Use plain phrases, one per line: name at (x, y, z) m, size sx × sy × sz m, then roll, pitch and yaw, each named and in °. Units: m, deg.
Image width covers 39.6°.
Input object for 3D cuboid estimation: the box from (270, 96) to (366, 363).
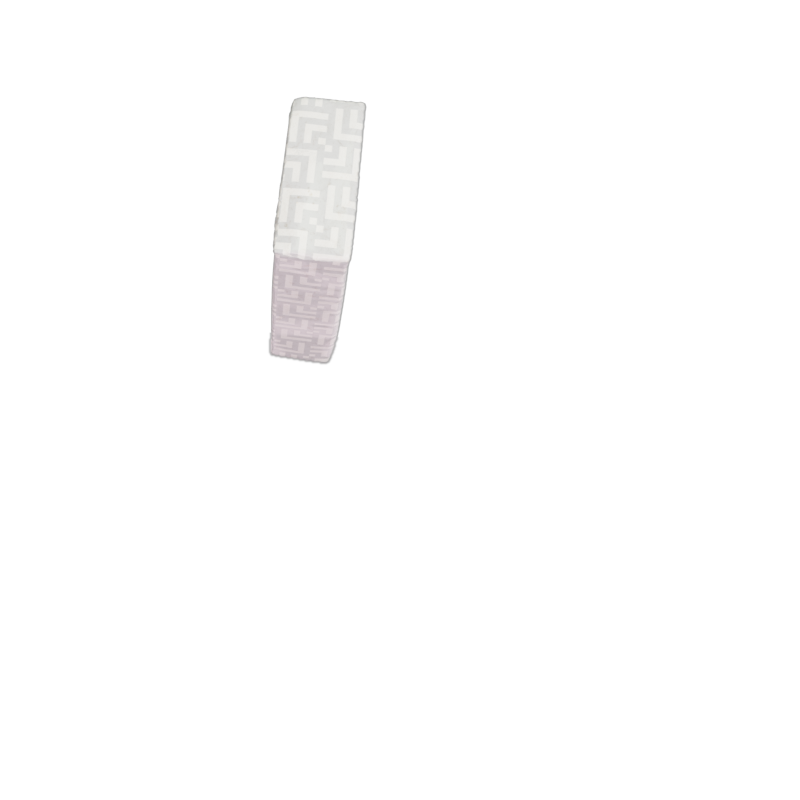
box at (-0.050, -0.091, 0.638) m, size 0.048 × 0.098 × 0.169 m, roll 6°, pitch -18°, yaw -2°
